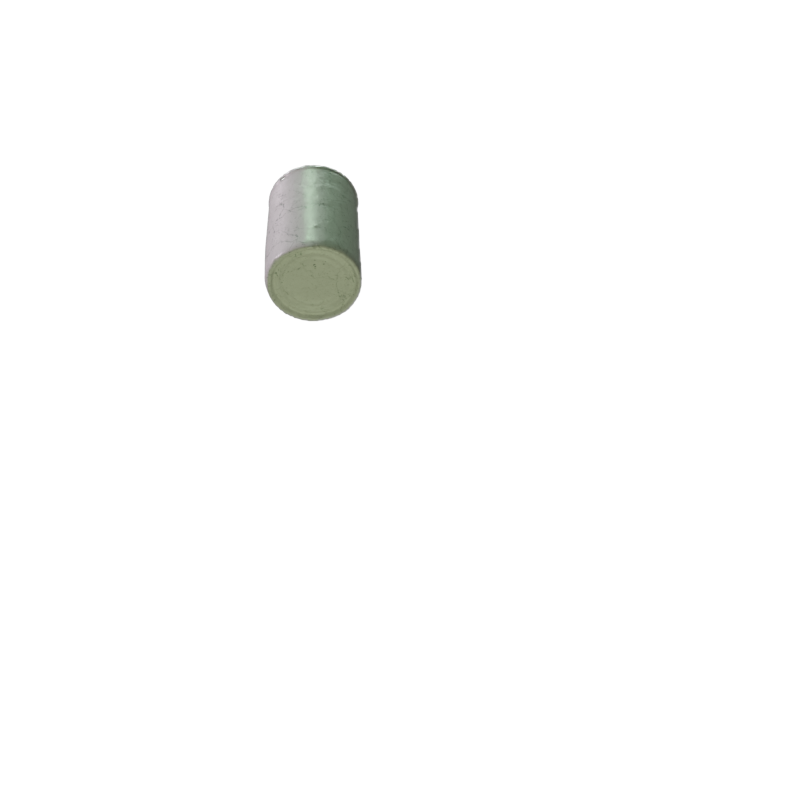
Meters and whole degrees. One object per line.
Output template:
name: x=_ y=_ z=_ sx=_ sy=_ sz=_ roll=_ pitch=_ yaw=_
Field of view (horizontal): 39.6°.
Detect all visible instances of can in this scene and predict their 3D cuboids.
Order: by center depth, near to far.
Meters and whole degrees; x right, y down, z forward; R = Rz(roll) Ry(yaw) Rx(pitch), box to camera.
can: x=-0.062 y=-0.114 z=0.798 sx=0.068 sy=0.064 sz=0.110 roll=-1 pitch=40 yaw=-3
